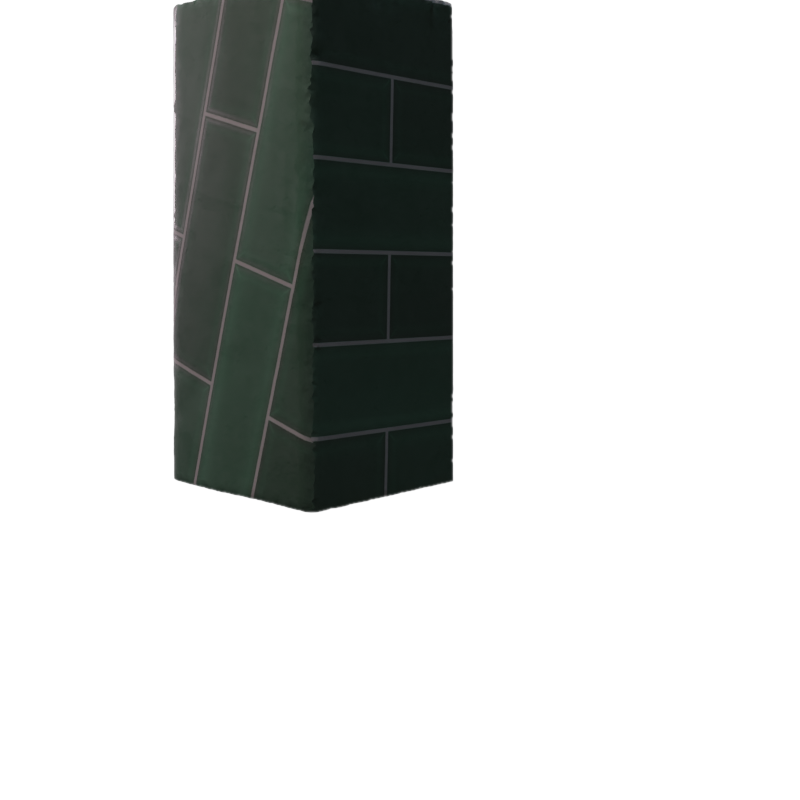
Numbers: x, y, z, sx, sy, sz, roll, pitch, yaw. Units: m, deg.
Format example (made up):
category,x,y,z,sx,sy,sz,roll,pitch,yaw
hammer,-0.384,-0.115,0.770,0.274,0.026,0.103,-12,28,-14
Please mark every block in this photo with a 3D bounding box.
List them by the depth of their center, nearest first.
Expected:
category,x,y,z,sx,sy,sz,roll,pitch,yaw
block,-0.037,-0.068,0.479,0.094,0.206,0.087,1,1,44
